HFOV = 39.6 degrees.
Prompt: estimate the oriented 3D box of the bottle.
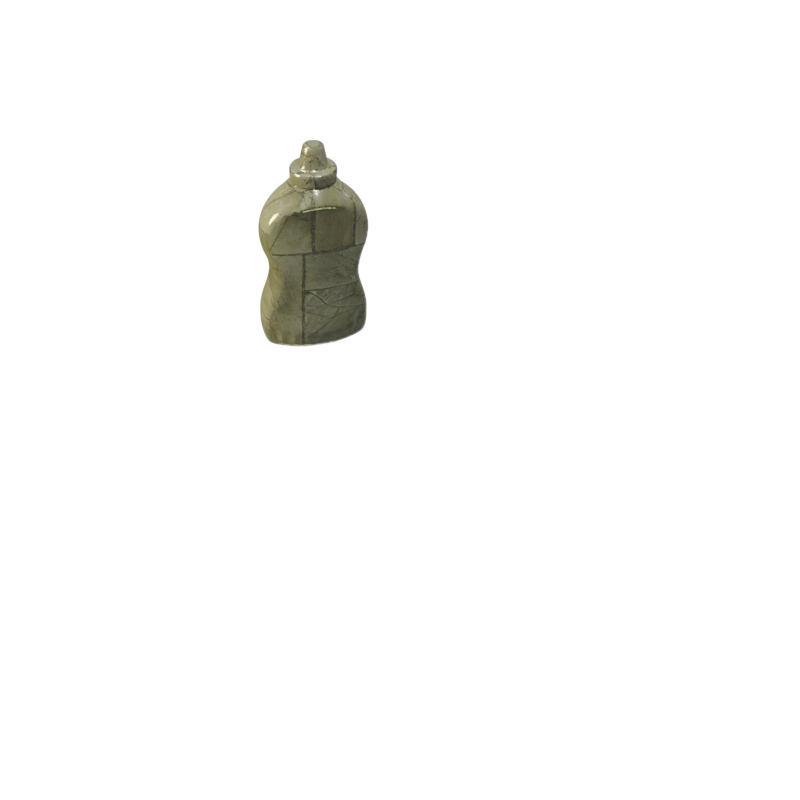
[{"bbox_3d":[-0.077,-0.140,0.981,0.095,0.180,0.063,-6,35,-12],"label":"bottle"}]
